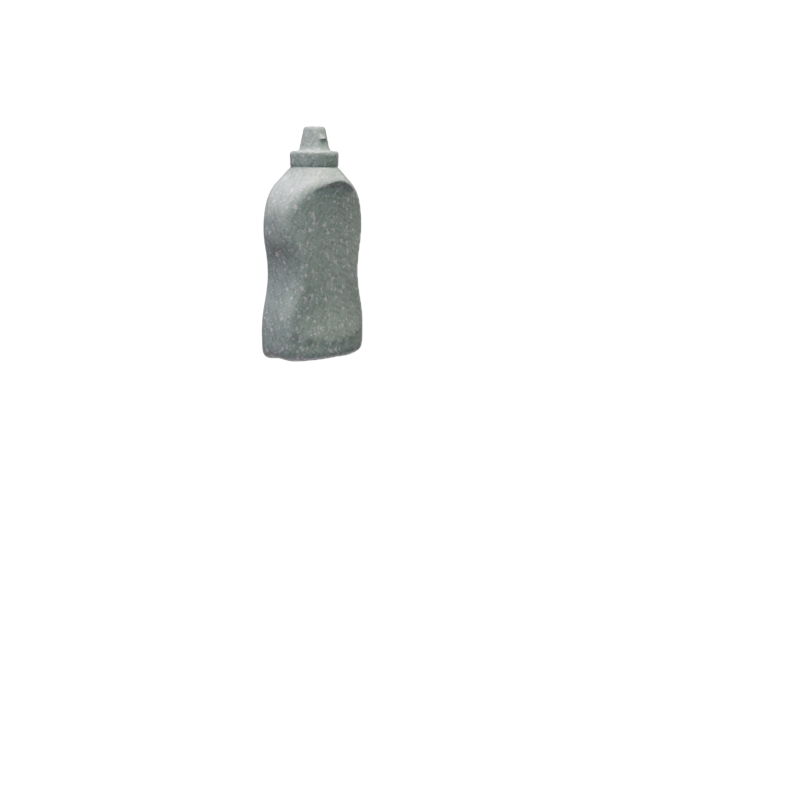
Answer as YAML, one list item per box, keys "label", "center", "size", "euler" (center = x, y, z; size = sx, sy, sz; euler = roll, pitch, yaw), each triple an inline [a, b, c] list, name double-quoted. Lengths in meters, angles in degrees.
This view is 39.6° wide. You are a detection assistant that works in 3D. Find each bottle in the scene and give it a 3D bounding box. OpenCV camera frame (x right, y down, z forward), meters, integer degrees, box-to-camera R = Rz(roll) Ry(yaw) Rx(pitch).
- label: "bottle"
  center: [-0.072, -0.133, 0.930]
  size: [0.061, 0.190, 0.093]
  euler: [4, 6, 43]
